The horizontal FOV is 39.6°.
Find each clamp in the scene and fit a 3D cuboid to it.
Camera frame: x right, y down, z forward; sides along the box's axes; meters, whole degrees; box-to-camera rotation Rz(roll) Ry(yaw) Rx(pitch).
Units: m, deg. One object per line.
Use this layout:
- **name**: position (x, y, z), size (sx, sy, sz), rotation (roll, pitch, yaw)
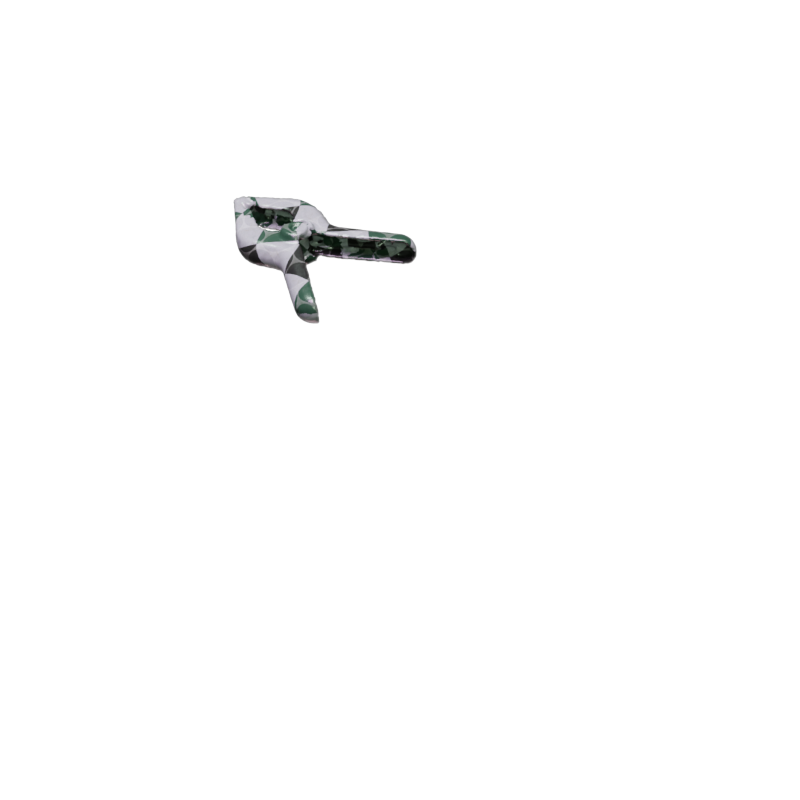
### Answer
- **clamp**: position (-0.073, -0.133, 0.928), size (0.119, 0.037, 0.185), rotation (-23, 45, -26)
